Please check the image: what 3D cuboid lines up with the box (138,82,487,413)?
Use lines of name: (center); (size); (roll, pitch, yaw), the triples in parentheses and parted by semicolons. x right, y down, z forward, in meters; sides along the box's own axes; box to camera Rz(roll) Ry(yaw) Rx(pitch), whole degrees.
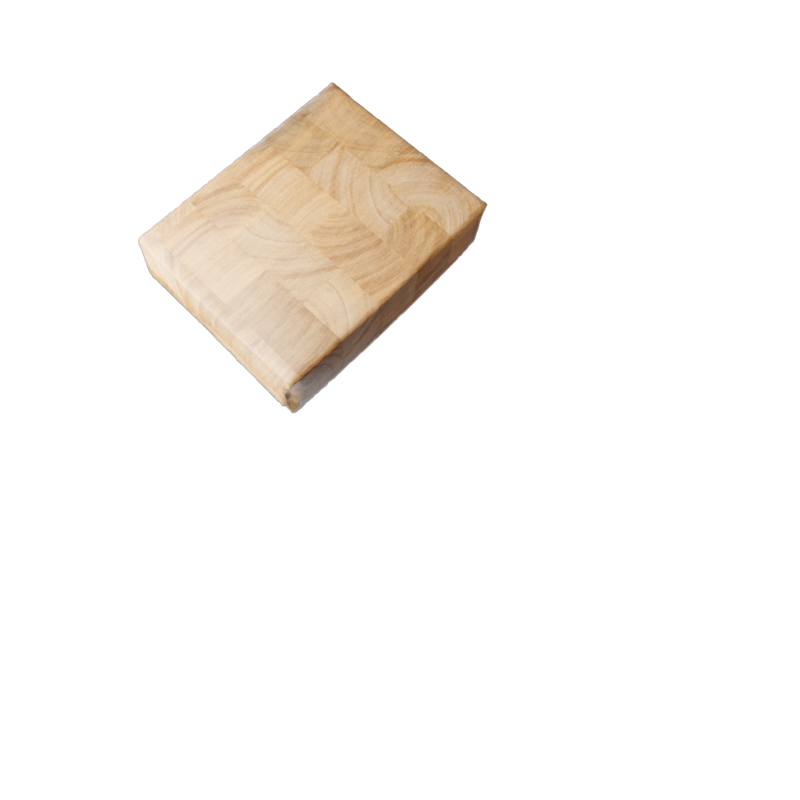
box: (-0.036, -0.065, 0.455); (0.094, 0.115, 0.037); (41, -21, 19)
